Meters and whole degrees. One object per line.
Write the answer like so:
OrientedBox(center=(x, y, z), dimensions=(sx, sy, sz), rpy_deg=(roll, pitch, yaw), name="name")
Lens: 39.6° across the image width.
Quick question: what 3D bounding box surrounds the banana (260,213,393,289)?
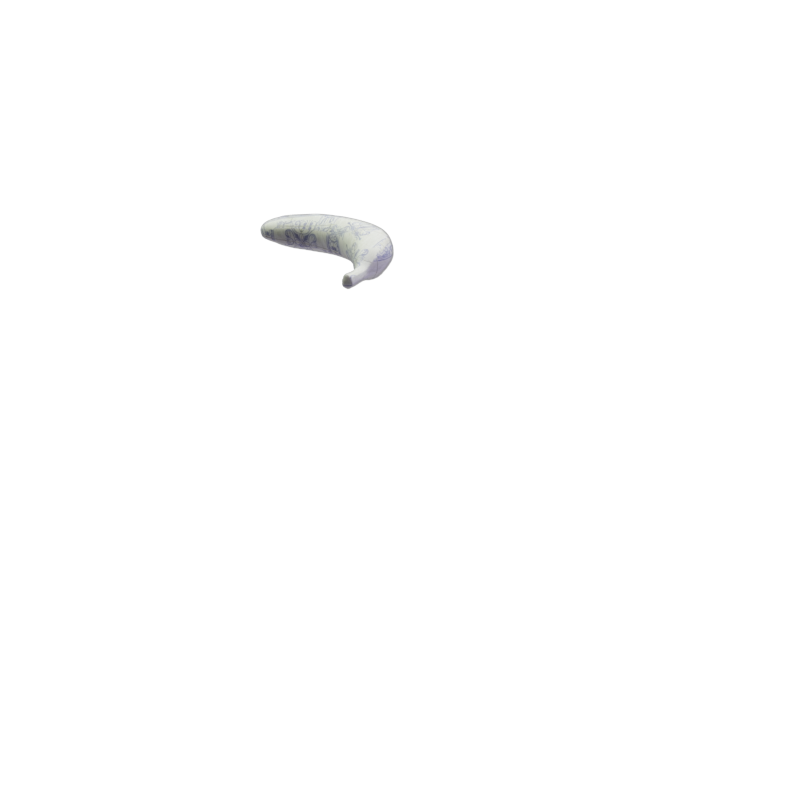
OrientedBox(center=(-0.056, -0.137, 0.953), dimensions=(0.068, 0.035, 0.209), rpy_deg=(-8, 20, -24), name="banana")
